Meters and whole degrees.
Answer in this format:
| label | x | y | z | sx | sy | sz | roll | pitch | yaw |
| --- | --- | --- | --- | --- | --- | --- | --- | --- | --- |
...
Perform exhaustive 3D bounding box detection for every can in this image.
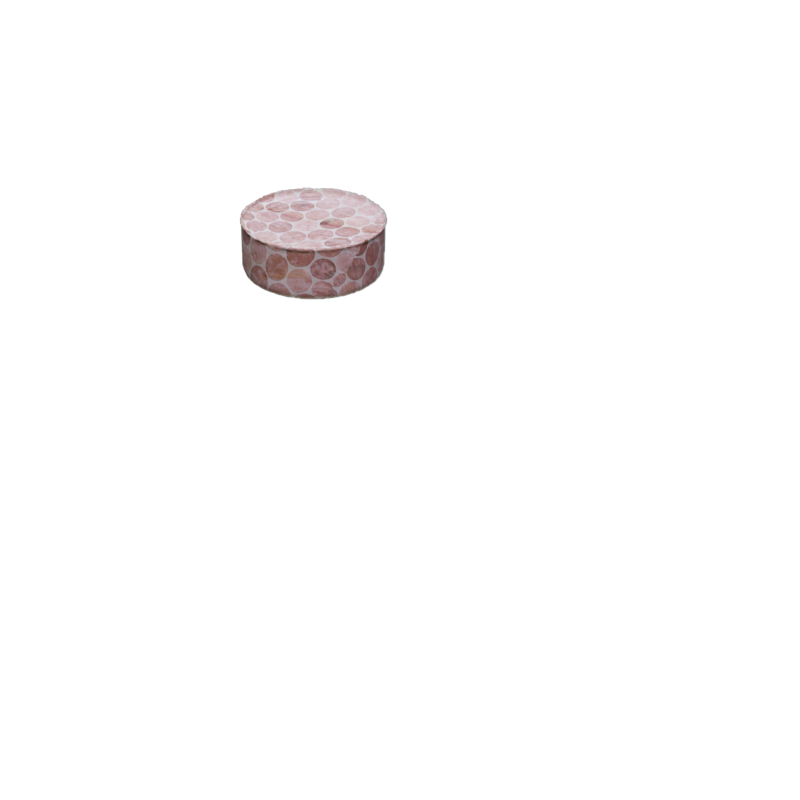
| label | x | y | z | sx | sy | sz | roll | pitch | yaw |
| --- | --- | --- | --- | --- | --- | --- | --- | --- | --- |
| can | -0.051 | -0.093 | 0.652 | 0.086 | 0.032 | 0.091 | -1 | 32 | -2 |
